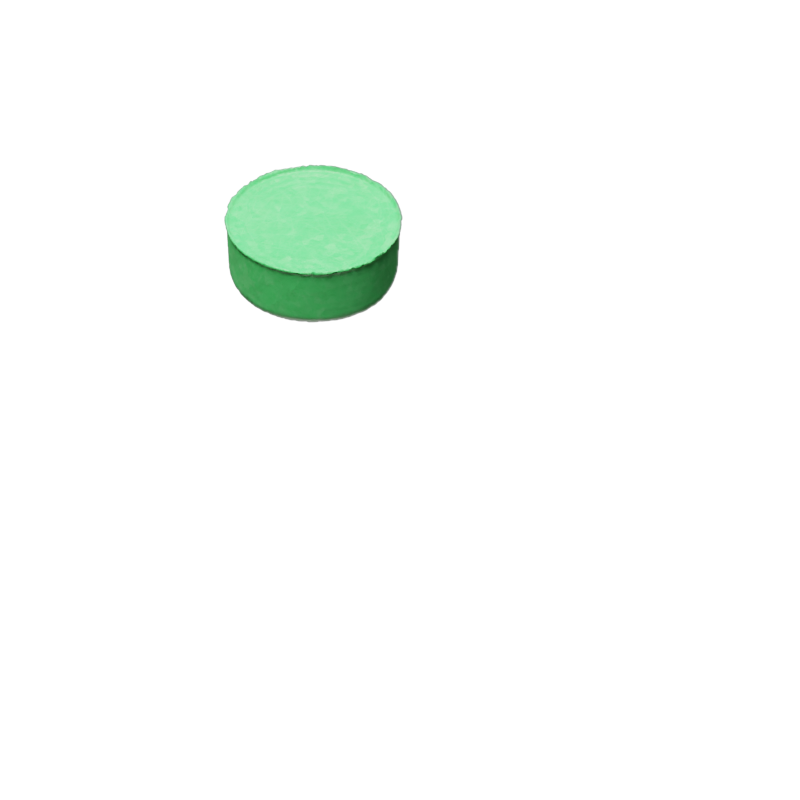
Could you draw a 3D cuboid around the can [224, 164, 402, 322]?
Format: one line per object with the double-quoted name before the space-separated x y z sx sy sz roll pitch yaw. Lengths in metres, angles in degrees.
"can" -0.043 -0.078 0.546 0.086 0.031 0.092 -1 43 -2
